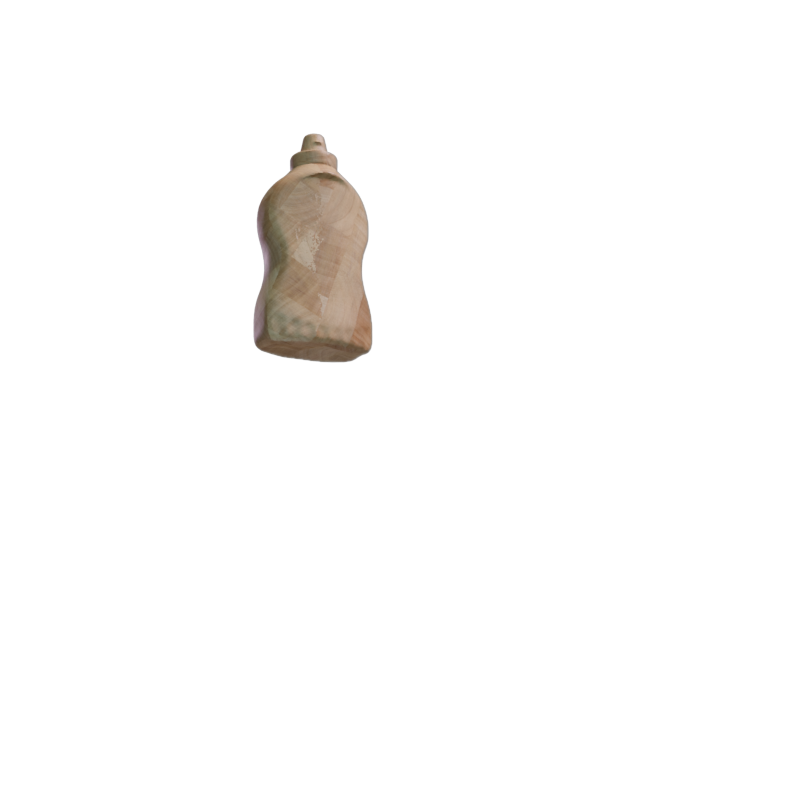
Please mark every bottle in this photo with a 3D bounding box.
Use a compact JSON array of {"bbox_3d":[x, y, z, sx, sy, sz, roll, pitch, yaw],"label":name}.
[{"bbox_3d":[-0.072,-0.132,0.921,0.093,0.201,0.058,8,-22,-25],"label":"bottle"}]
